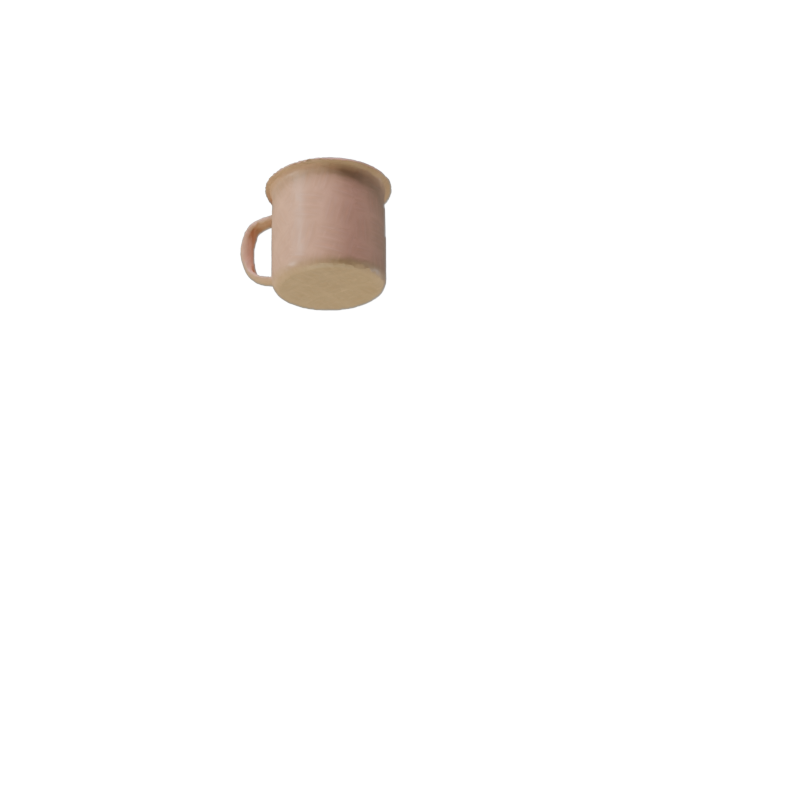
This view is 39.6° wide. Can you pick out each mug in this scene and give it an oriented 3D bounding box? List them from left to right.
[{"bbox_3d":[-0.063,-0.114,0.799,0.119,0.086,0.087,-9,-24,20],"label":"mug"}]
